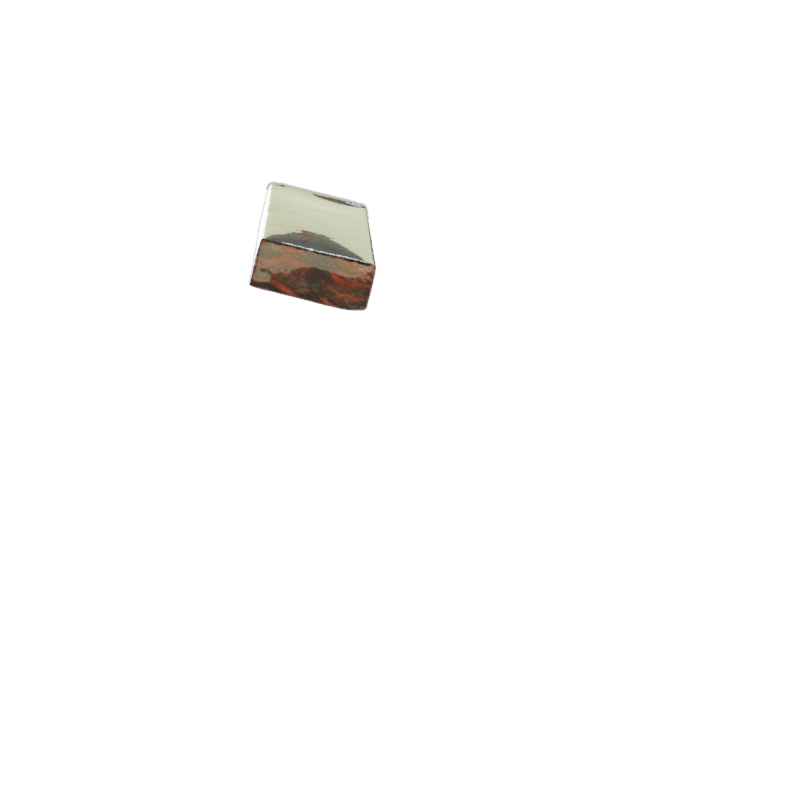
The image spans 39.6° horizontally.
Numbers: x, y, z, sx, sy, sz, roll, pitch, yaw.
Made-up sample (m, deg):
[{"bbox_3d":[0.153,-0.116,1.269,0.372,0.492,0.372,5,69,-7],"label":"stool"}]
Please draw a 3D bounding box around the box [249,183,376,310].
[{"bbox_3d":[-0.072,-0.132,0.919,0.092,0.046,0.186,12,25,-9],"label":"box"}]
